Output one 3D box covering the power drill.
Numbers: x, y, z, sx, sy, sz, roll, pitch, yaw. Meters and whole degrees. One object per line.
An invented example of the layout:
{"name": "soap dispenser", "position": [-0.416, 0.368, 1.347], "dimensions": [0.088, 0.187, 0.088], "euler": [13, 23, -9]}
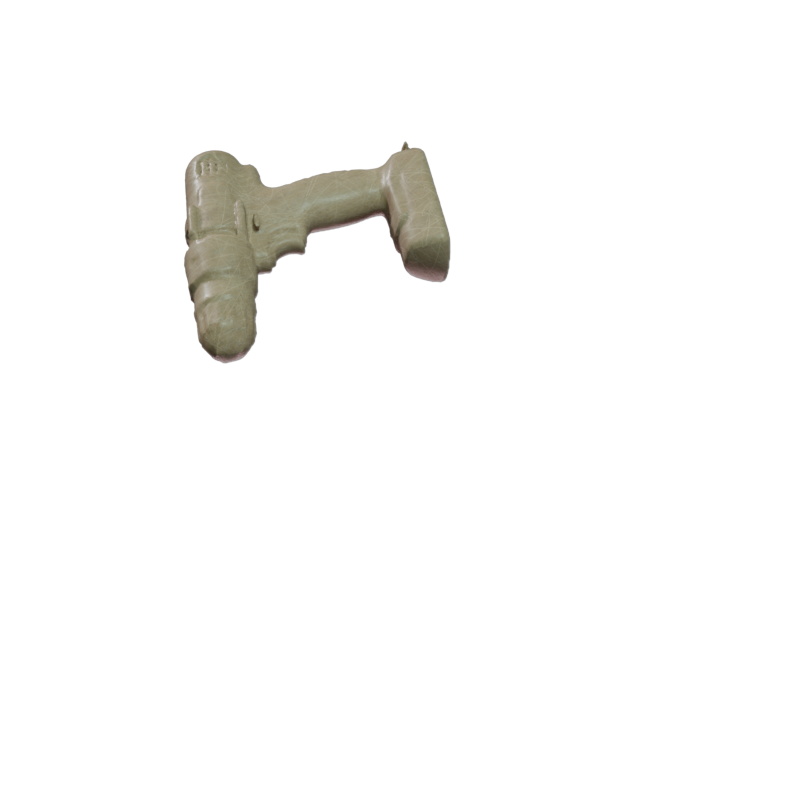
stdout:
{"name": "power drill", "position": [-0.063, -0.114, 0.800], "dimensions": [0.186, 0.199, 0.054], "euler": [-7, -36, -5]}
